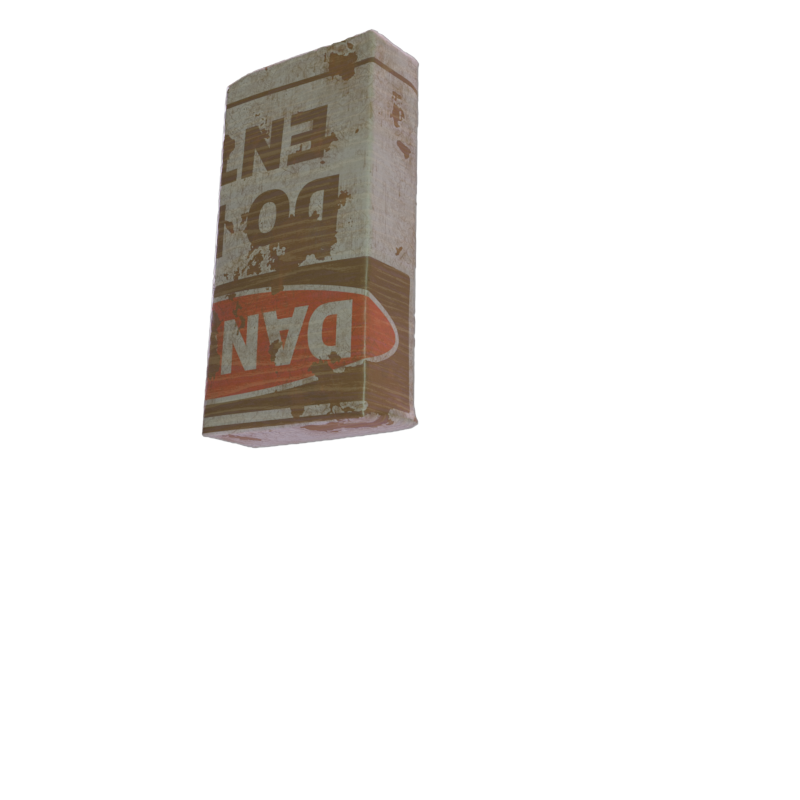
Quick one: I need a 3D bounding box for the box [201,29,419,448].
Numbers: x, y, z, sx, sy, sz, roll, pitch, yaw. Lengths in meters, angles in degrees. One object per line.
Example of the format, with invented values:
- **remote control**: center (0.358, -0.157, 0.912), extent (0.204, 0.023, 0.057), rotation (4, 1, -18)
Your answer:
- **box**: center (-0.040, -0.072, 0.503), extent (0.095, 0.184, 0.045), rotation (-12, -20, 34)
